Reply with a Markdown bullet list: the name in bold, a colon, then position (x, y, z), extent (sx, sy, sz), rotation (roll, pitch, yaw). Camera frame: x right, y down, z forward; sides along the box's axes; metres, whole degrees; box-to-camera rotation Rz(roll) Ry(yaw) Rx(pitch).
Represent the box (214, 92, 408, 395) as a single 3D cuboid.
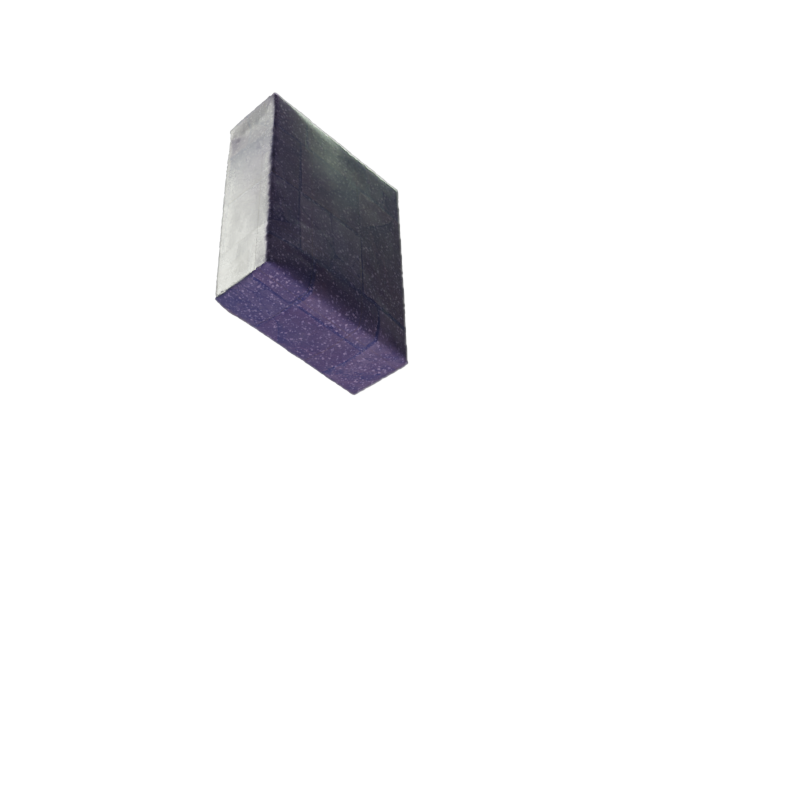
- **box**: position (-0.074, -0.135, 0.947), extent (0.071, 0.230, 0.154), rotation (-34, -51, 29)
